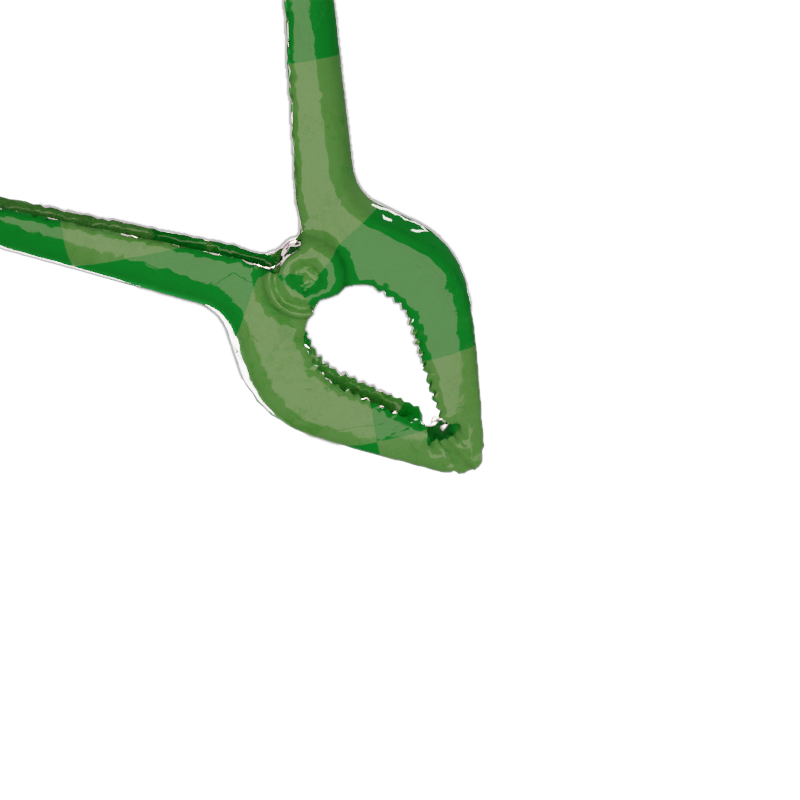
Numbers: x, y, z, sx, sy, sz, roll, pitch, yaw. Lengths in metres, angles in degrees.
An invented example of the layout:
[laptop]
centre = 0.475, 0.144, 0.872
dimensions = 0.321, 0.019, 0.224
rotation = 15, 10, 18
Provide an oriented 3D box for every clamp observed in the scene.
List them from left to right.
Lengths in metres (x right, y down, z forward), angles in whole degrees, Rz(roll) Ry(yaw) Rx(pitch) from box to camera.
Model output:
[clamp]
centre = -0.033, -0.060, 0.421
dimensions = 0.205, 0.163, 0.037
rotation = 42, 9, -8
